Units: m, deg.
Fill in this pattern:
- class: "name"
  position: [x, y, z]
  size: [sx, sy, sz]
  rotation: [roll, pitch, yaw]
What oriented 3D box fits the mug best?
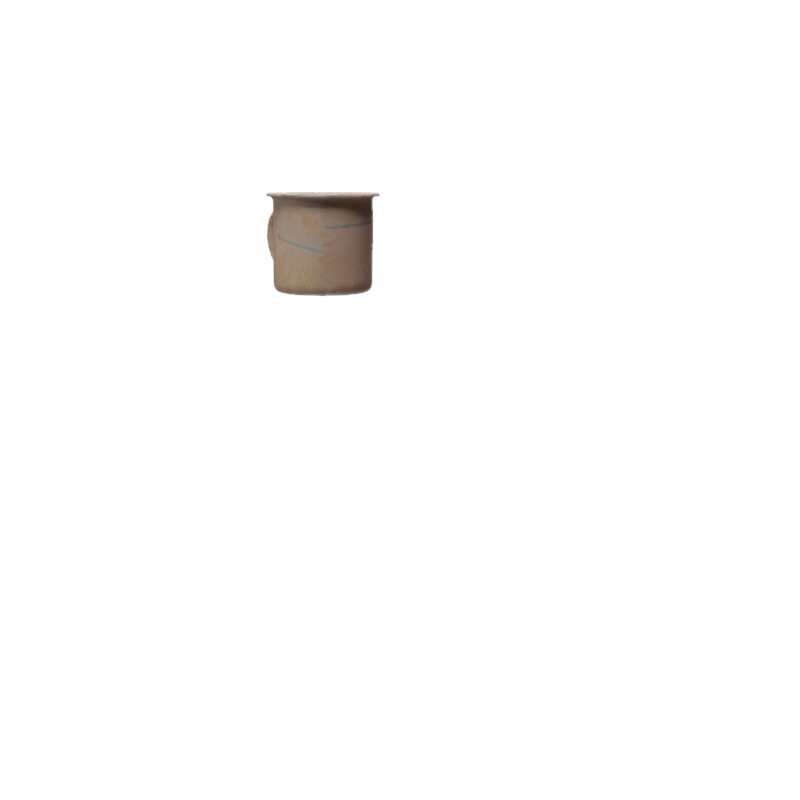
- class: "mug"
  position: [-0.072, -0.131, 0.920]
  size: [0.090, 0.080, 0.123]
  rotation: [-7, 12, -43]
